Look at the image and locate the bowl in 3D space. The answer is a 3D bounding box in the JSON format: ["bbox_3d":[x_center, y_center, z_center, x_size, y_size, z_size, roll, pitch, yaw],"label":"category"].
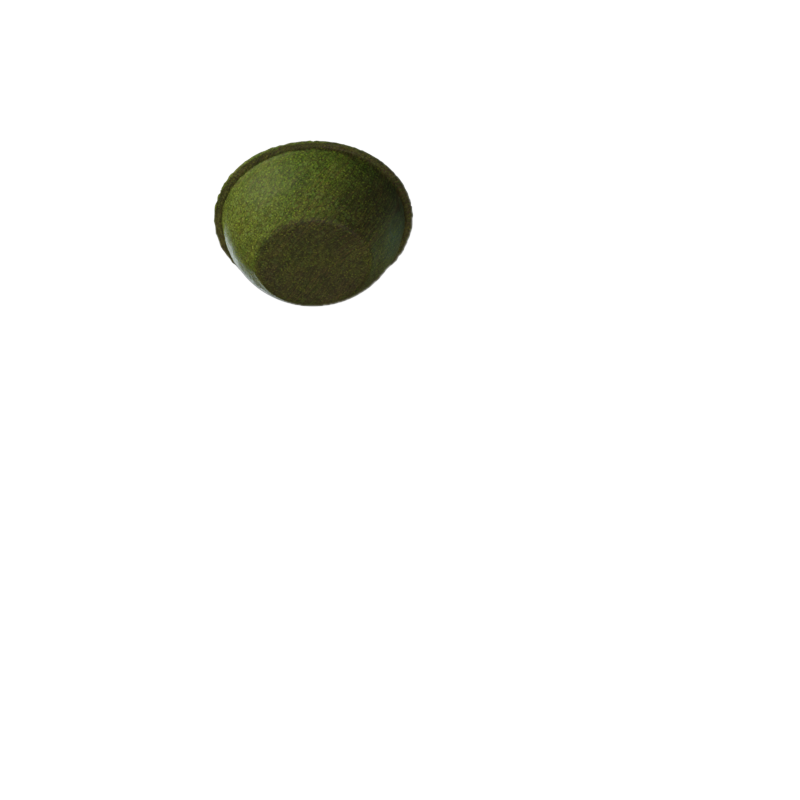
[{"bbox_3d":[-0.069,-0.126,0.881,0.162,0.151,0.059,1,44,-1],"label":"bowl"}]
